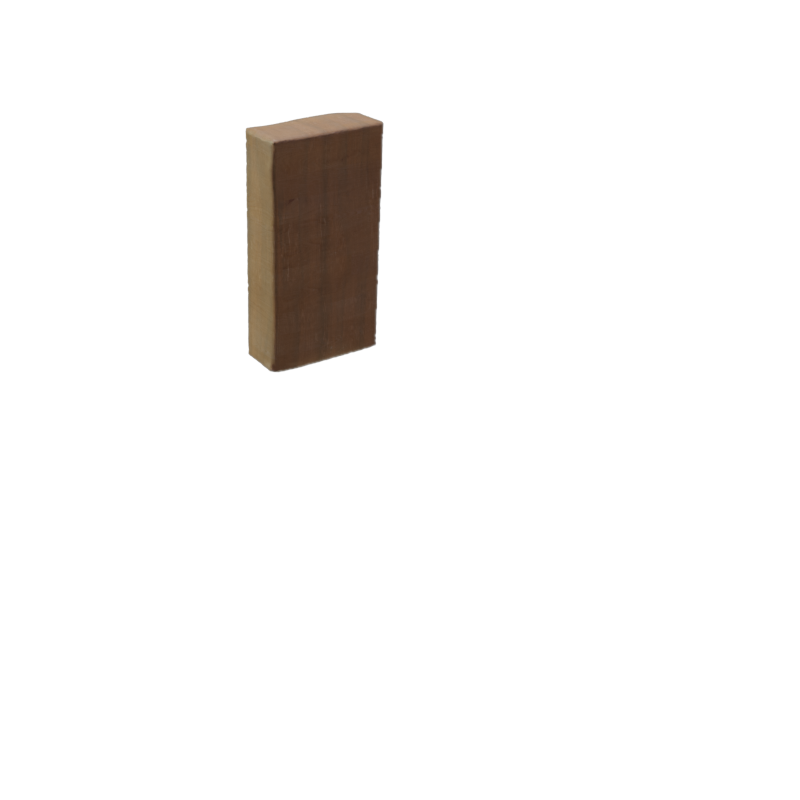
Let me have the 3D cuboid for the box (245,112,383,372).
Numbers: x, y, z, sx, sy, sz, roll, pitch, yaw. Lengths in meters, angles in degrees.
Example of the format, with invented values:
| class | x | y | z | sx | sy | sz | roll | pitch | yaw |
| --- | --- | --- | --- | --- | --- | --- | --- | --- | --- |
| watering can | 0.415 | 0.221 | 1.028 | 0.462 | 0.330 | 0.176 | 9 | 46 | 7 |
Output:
| class | x | y | z | sx | sy | sz | roll | pitch | yaw |
| --- | --- | --- | --- | --- | --- | --- | --- | --- | --- |
| box | -0.062 | -0.114 | 0.796 | 0.091 | 0.168 | 0.051 | -14 | 26 | -33 |
